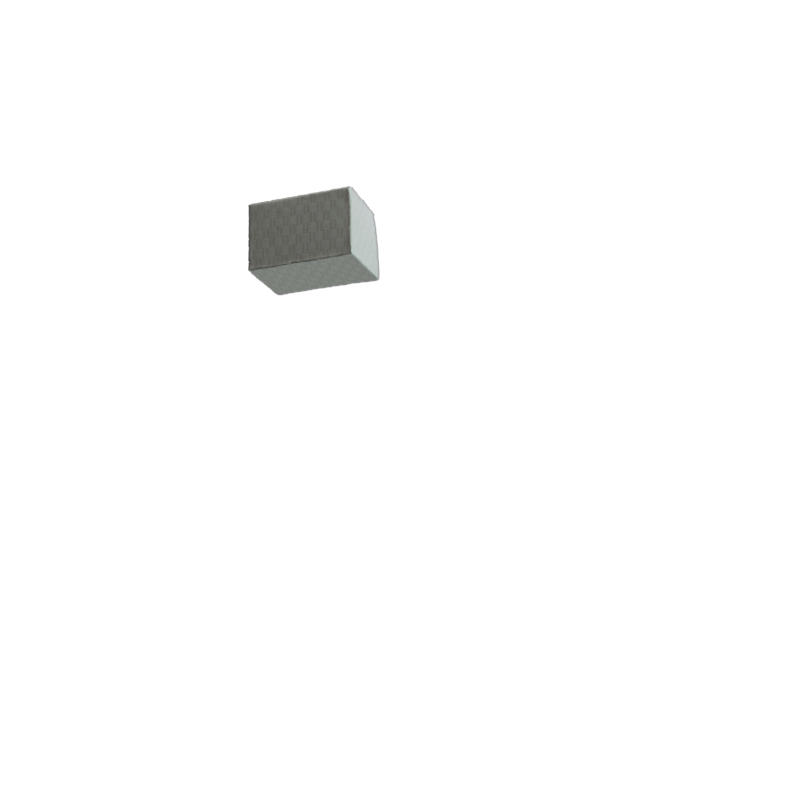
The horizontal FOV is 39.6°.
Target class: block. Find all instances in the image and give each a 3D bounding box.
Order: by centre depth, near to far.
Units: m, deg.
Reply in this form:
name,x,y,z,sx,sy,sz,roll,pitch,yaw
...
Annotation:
name,x,y,z,sx,sy,sz,roll,pitch,yaw
block,-0.059,-0.108,0.758,0.079,0.054,0.049,-7,-20,19
